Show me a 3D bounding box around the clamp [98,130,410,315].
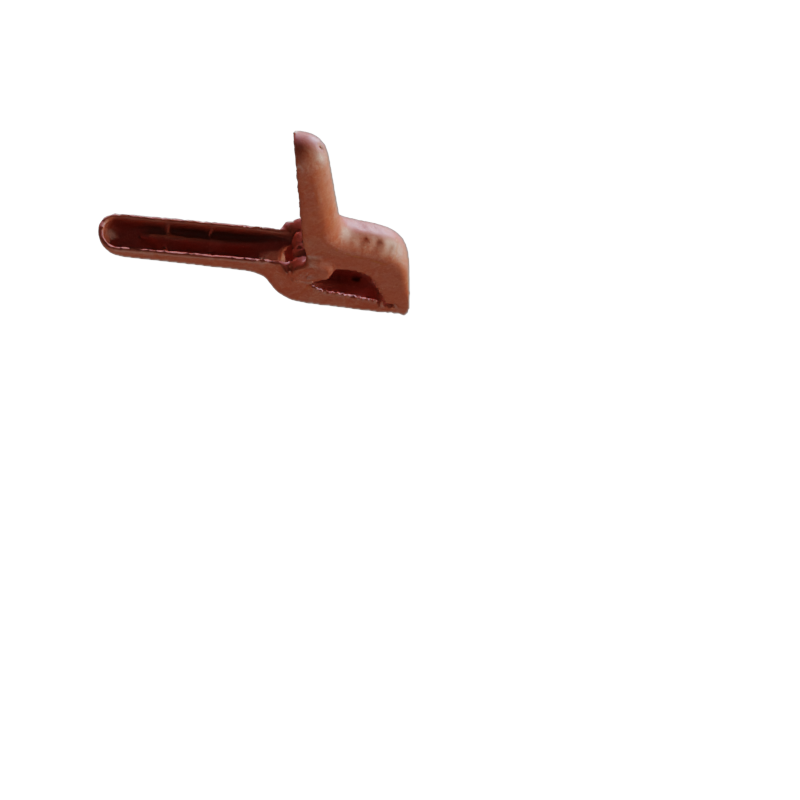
[{"bbox_3d":[-0.053,-0.096,0.674,0.166,0.038,0.198,-17,-25,42],"label":"clamp"}]
